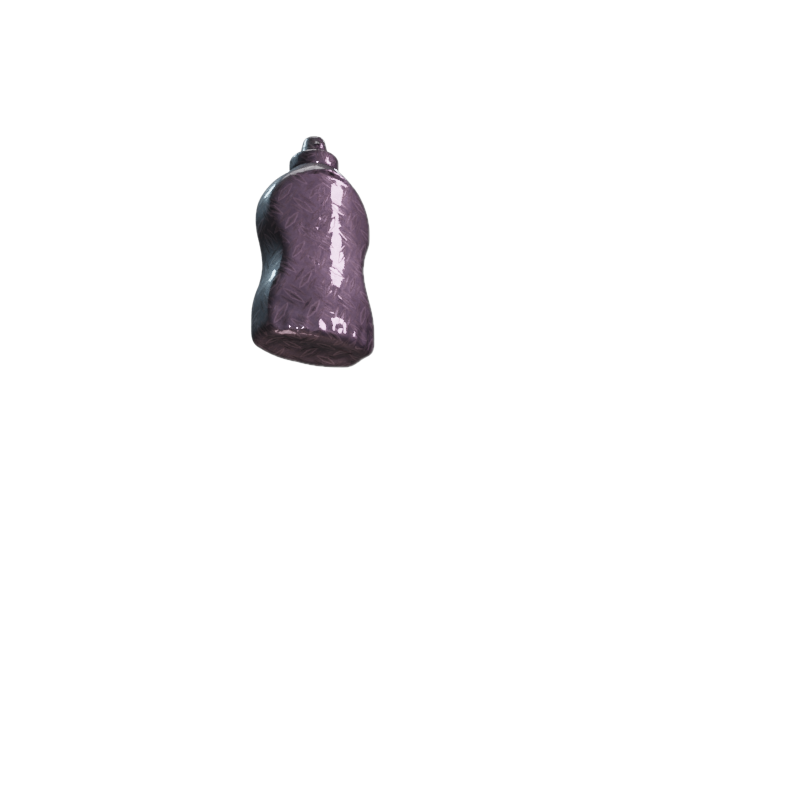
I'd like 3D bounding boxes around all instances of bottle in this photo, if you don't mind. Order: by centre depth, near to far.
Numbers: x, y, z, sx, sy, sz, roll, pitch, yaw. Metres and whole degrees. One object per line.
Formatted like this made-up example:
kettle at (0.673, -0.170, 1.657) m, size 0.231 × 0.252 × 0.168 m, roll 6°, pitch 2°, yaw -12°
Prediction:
bottle at (-0.069, -0.127, 0.885) m, size 0.092 × 0.203 × 0.057 m, roll 13°, pitch -30°, yaw -27°
